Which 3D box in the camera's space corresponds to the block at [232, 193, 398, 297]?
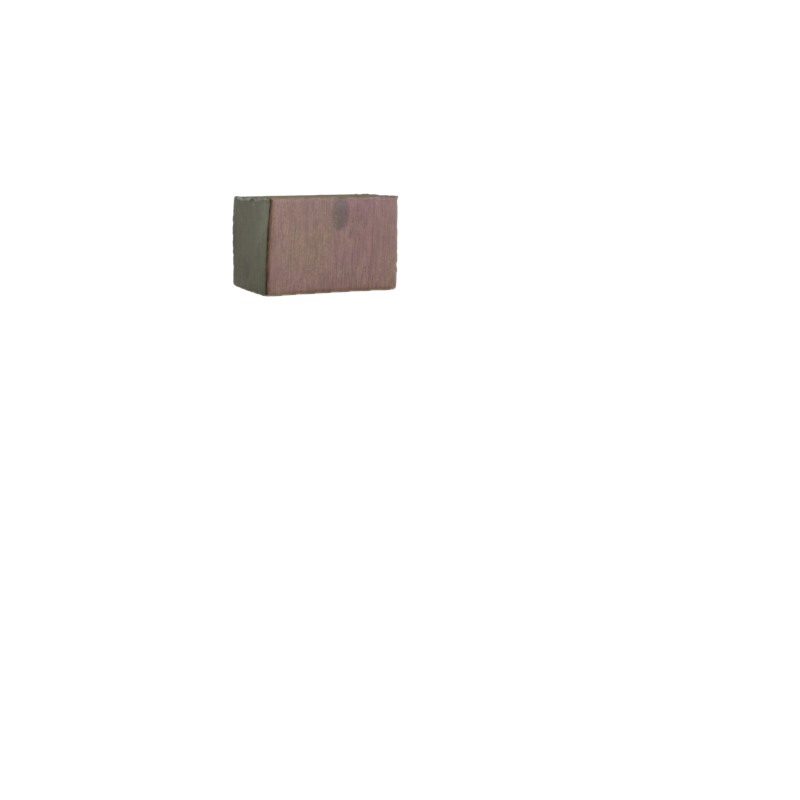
[{"bbox_3d":[-0.047,-0.086,0.603,0.076,0.050,0.055,-5,10,-28],"label":"block"}]
